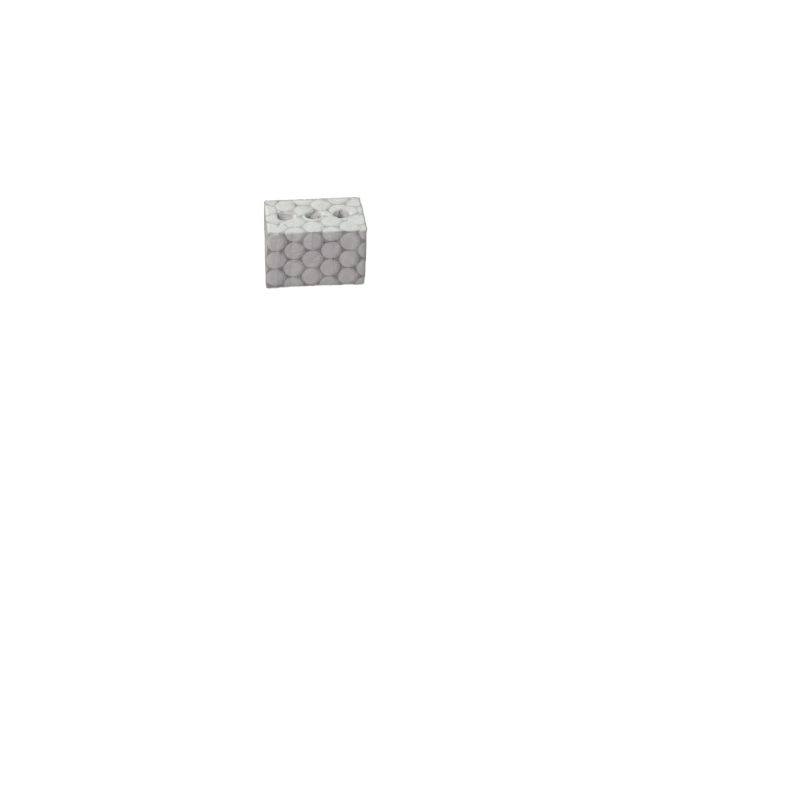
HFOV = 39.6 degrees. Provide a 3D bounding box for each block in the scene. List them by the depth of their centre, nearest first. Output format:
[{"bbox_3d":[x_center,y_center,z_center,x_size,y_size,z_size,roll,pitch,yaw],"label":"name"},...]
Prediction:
[{"bbox_3d":[-0.068,-0.123,0.865,0.077,0.048,0.057,-3,37,-6],"label":"block"}]
